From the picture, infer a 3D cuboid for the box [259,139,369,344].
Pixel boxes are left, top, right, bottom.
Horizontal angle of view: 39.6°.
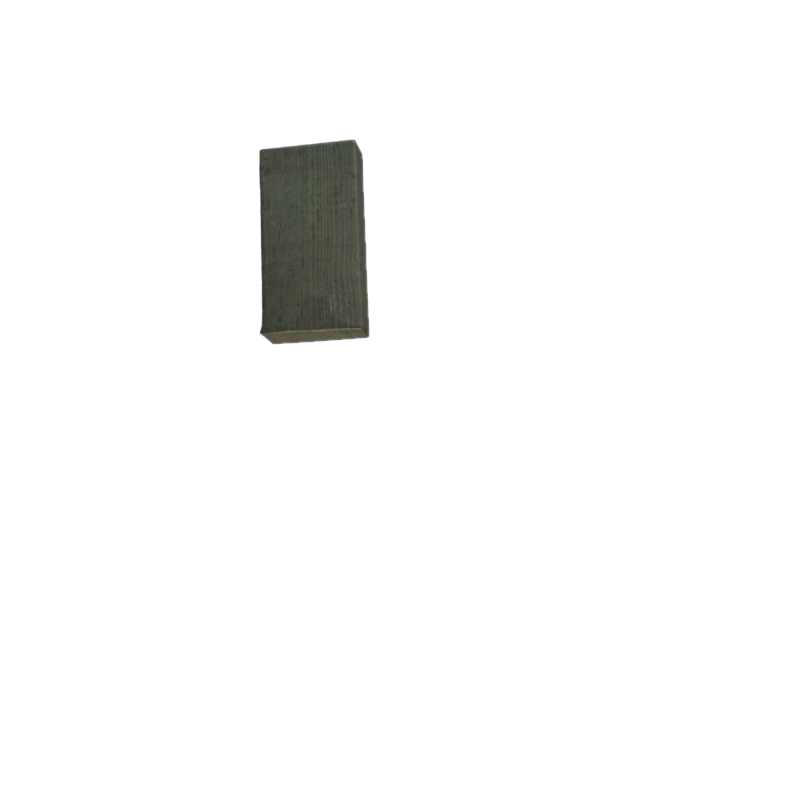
[{"bbox_3d":[-0.078,-0.142,0.998,0.094,0.184,0.045,-5,-18,11],"label":"box"}]
